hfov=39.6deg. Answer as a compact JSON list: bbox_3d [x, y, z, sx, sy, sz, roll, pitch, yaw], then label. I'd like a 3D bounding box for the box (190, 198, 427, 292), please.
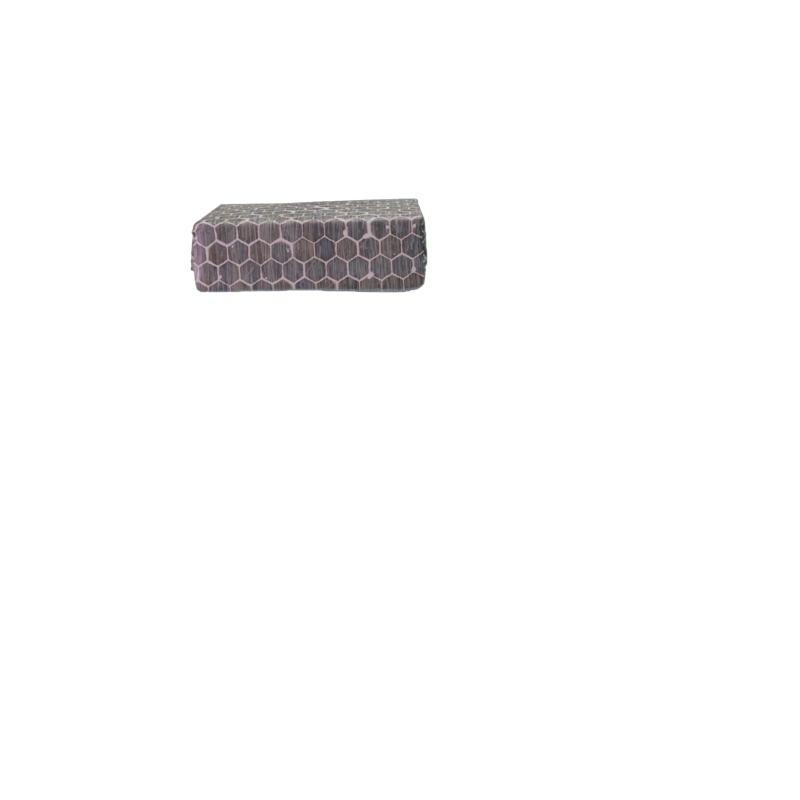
[{"bbox_3d":[-0.044,-0.081,0.567,0.114,0.038,0.092,1,15,1],"label":"box"}]
